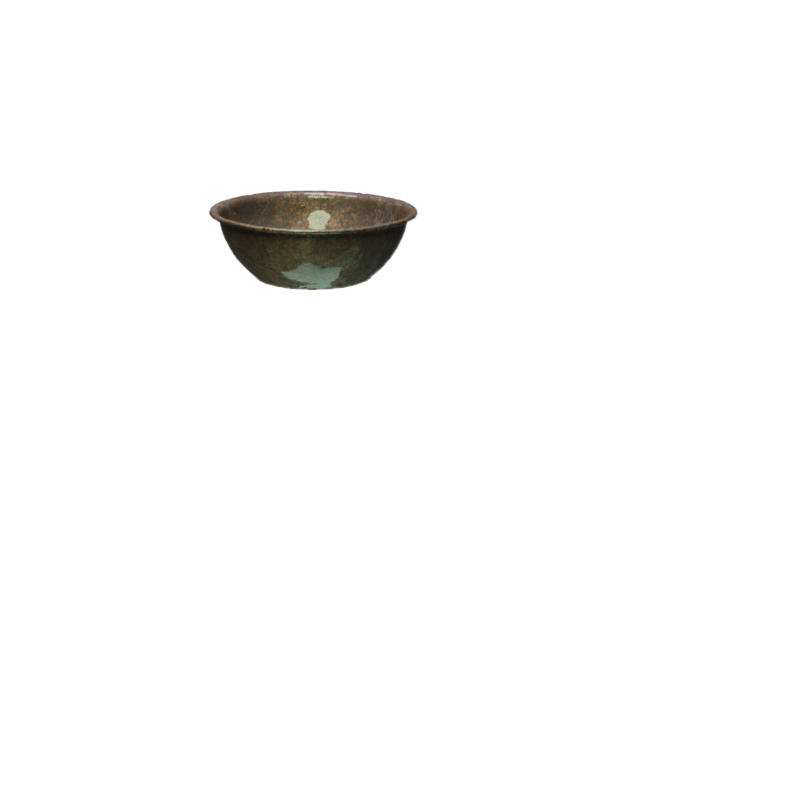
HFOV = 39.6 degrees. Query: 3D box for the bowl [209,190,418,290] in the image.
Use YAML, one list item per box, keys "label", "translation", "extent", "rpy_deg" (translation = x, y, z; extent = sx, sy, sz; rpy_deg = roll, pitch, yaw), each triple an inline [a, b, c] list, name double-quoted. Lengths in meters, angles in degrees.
- label: "bowl"
  translation: [-0.068, -0.123, 0.864]
  extent: [0.162, 0.053, 0.168]
  rpy_deg: [-1, 19, -2]
